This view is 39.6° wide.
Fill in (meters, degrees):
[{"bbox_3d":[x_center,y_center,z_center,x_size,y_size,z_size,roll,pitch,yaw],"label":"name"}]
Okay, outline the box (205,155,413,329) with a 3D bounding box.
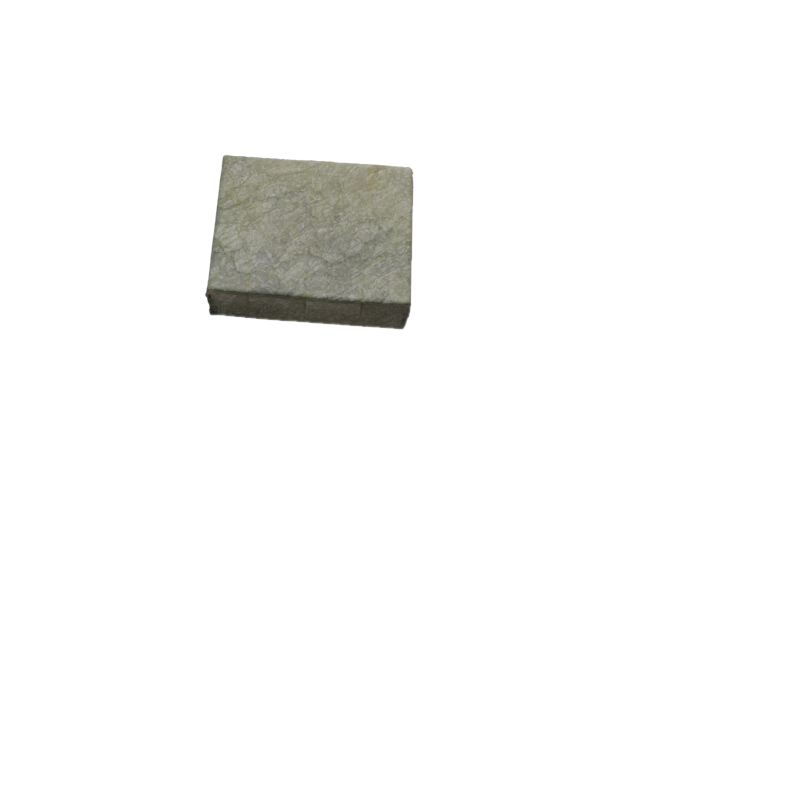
[{"bbox_3d":[-0.049,-0.090,0.628,0.114,0.095,0.036,2,-30,1],"label":"box"}]
